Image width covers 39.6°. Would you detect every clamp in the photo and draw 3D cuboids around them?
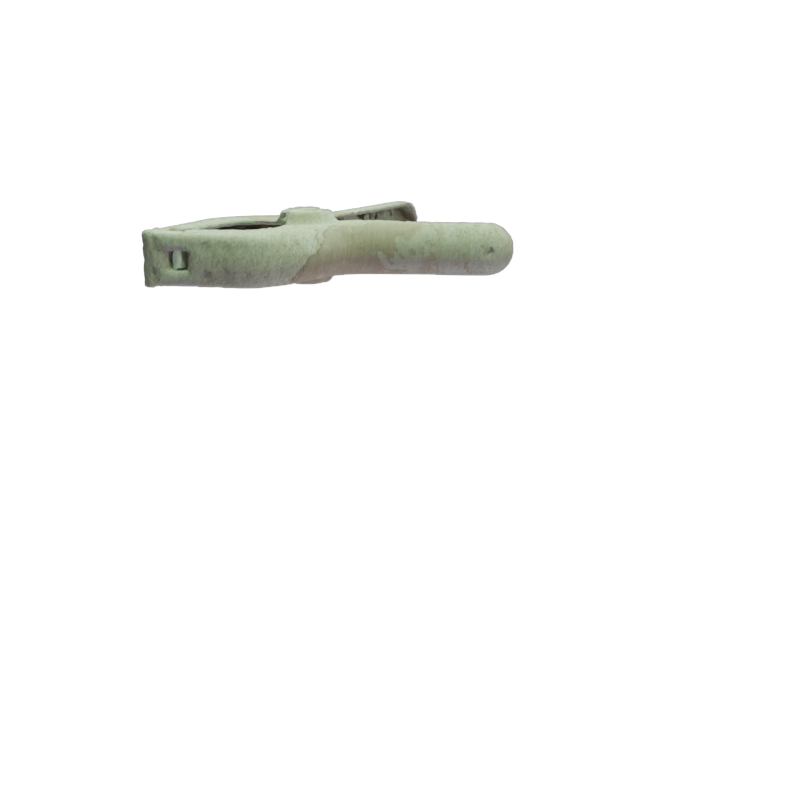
[{"bbox_3d":[-0.043,-0.079,0.554,0.169,0.039,0.124,-2,10,-12],"label":"clamp"}]
